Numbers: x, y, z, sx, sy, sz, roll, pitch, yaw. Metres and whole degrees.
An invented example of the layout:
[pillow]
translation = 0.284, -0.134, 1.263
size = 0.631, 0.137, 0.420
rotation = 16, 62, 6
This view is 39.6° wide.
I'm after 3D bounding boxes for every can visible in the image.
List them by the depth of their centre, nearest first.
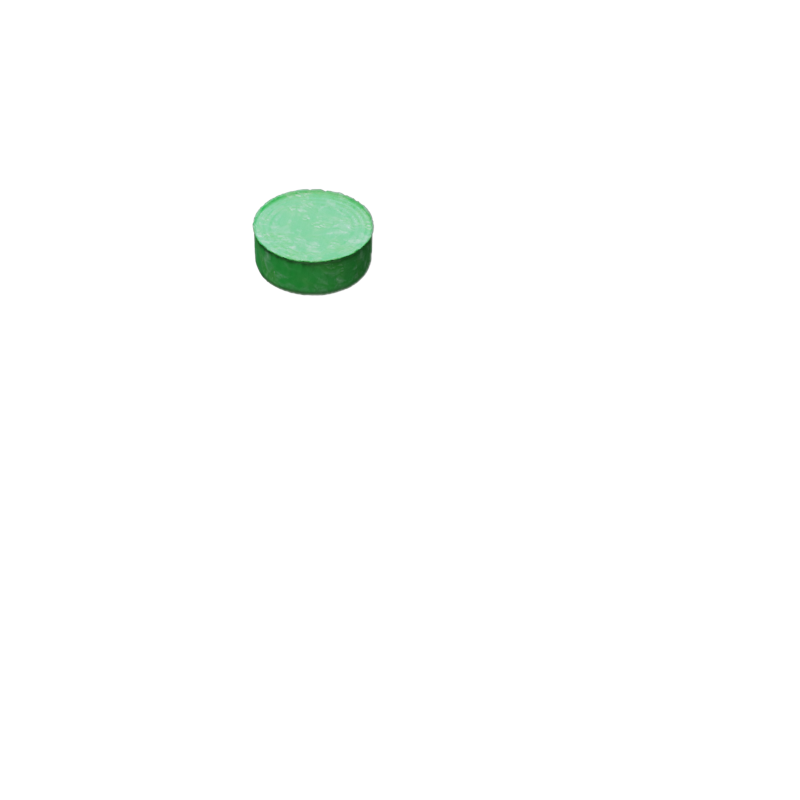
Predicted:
[can]
translation = -0.062, -0.113, 0.792
size = 0.086, 0.031, 0.092
rotation = -1, 42, -2
